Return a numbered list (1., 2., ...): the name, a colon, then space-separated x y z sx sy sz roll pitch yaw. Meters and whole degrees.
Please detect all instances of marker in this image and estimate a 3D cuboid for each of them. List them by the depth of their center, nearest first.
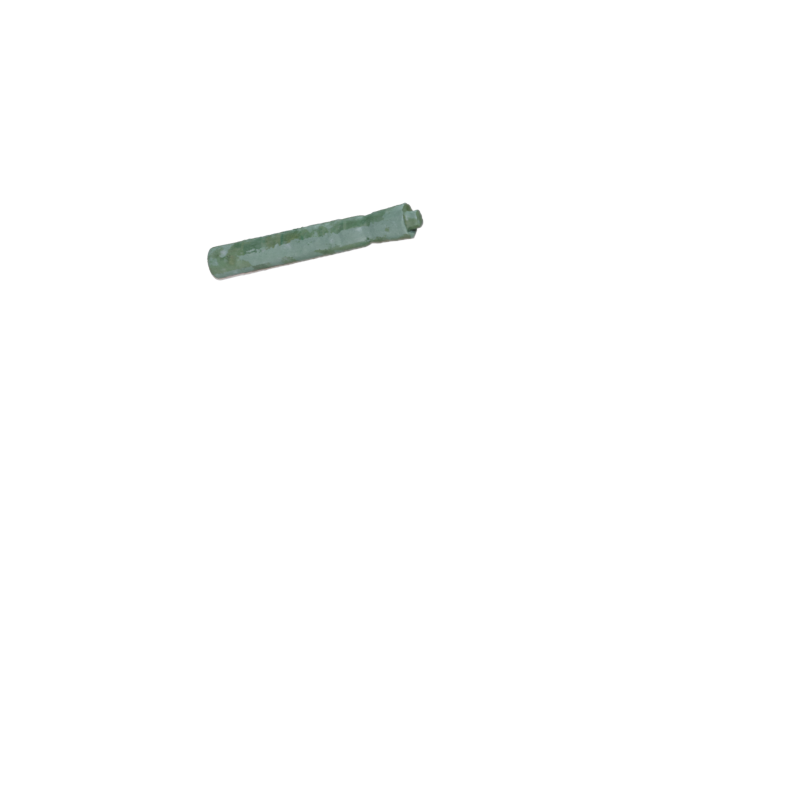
1. marker: -0.046 -0.083 0.584 0.123 0.020 0.019 -9 0 24
